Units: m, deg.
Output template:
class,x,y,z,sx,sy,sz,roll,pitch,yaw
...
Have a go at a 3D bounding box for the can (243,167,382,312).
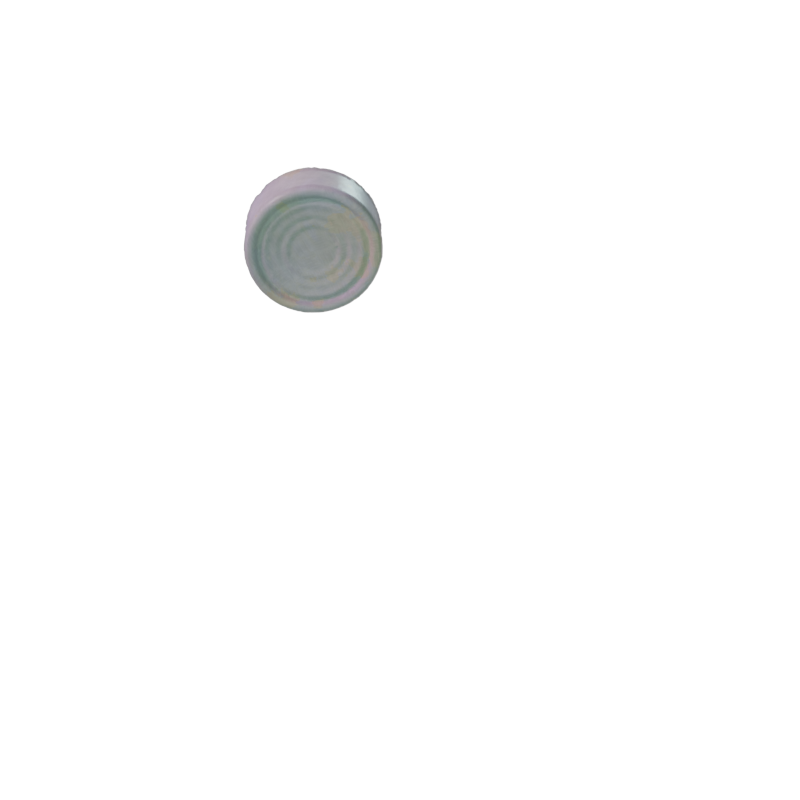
class,x,y,z,sx,sy,sz,roll,pitch,yaw
can,-0.054,-0.098,0.684,0.086,0.081,0.035,1,25,-1
